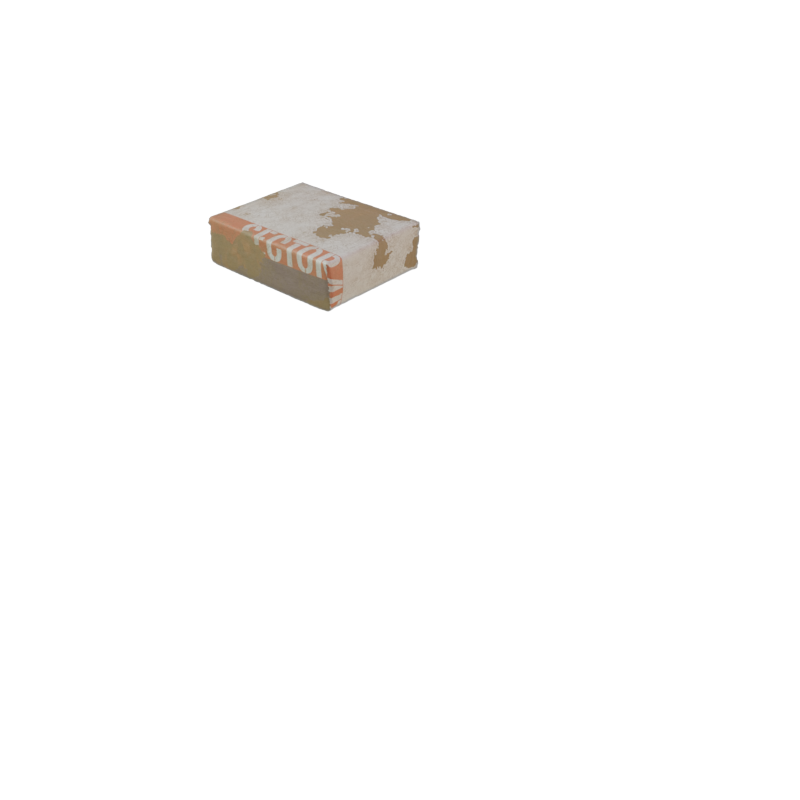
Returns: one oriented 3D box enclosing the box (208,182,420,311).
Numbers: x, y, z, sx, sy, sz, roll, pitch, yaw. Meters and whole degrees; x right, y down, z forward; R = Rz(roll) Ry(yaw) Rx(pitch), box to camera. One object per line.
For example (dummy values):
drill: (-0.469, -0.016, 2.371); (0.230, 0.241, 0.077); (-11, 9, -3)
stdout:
box: (-0.058, -0.105, 0.737); (0.121, 0.037, 0.090); (26, 40, 35)
